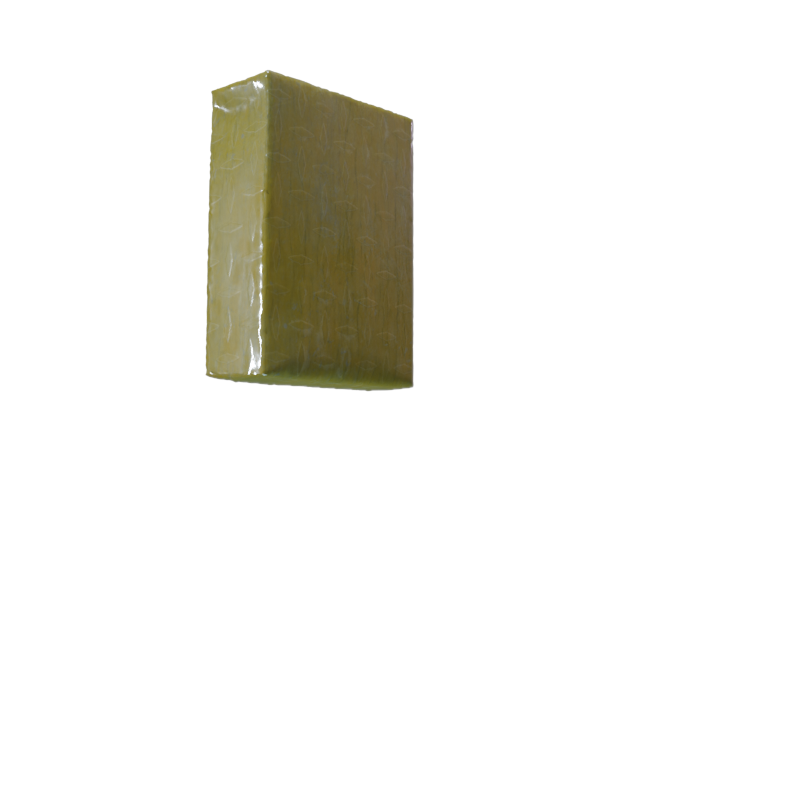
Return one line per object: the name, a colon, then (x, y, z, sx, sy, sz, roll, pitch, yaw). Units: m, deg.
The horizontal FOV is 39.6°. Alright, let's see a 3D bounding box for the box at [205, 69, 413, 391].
box: (-0.064, -0.118, 0.824, 0.074, 0.219, 0.156, -9, -12, 40)
